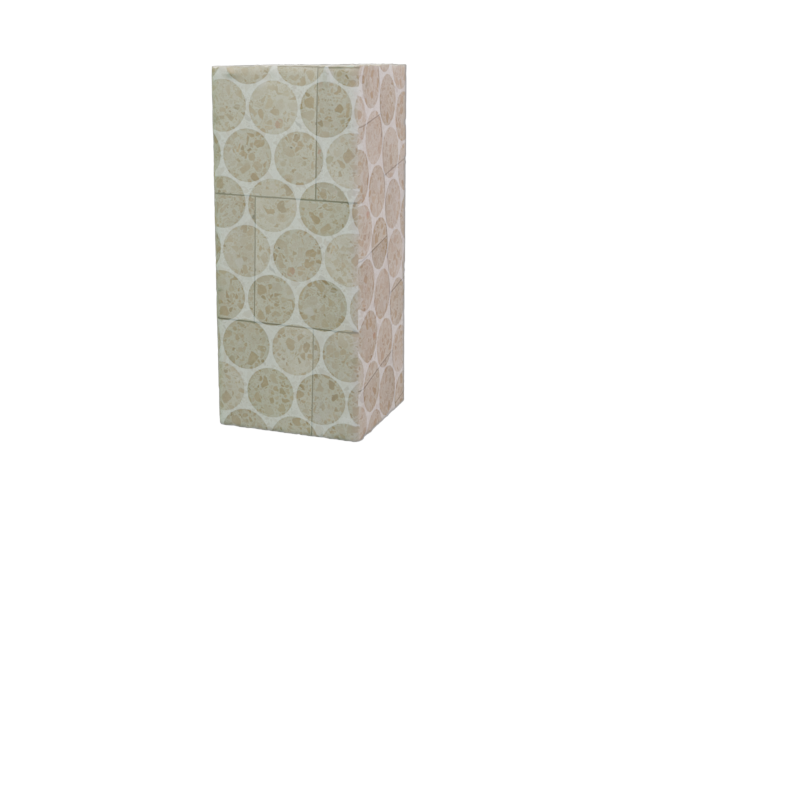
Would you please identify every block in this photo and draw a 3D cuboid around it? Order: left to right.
[{"bbox_3d":[-0.051,-0.093,0.650,0.093,0.201,0.090,4,12,19],"label":"block"}]
